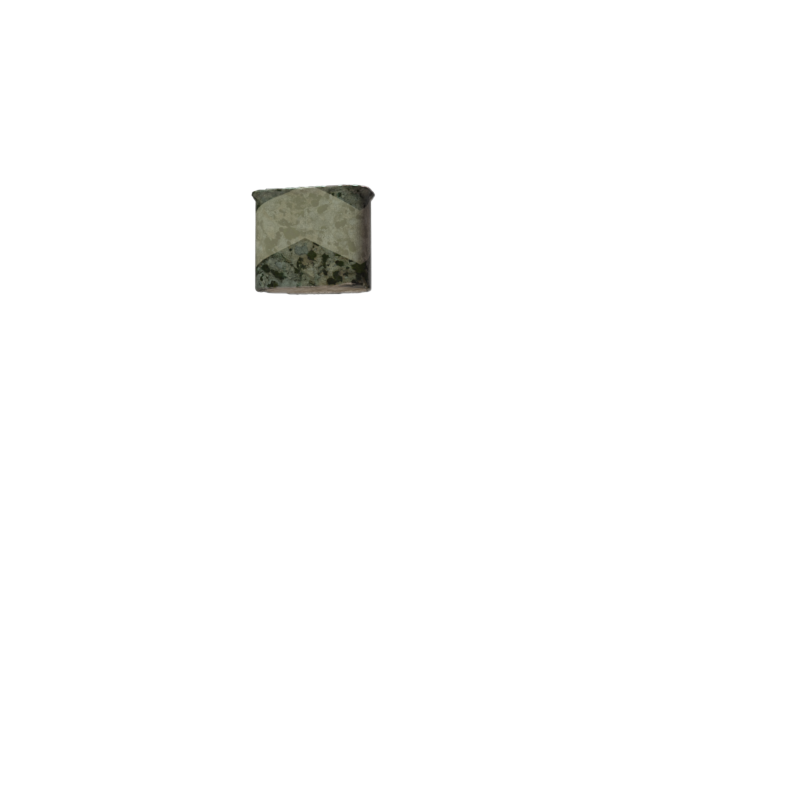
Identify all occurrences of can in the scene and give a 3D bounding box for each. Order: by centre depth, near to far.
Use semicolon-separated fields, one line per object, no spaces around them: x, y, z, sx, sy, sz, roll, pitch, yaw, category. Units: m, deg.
-0.073;-0.133;0.931;0.103;0.086;0.056;-1;-7;12;can
